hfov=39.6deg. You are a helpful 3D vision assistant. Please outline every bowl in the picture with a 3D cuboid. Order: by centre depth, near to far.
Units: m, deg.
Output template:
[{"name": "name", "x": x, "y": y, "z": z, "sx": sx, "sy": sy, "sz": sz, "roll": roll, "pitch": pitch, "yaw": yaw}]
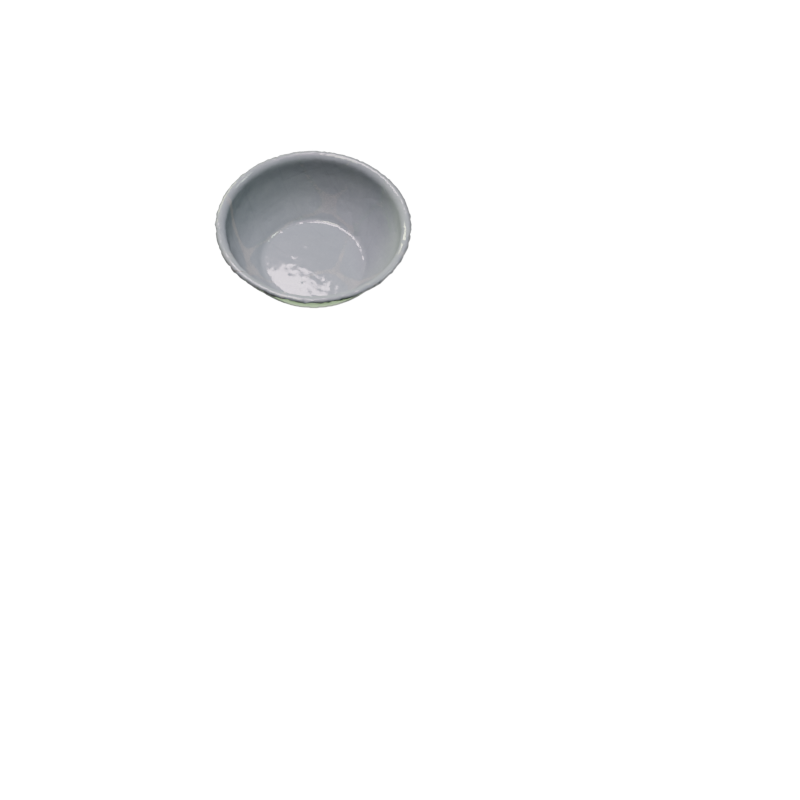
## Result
[{"name": "bowl", "x": -0.073, "y": -0.133, "z": 0.933, "sx": 0.162, "sy": 0.174, "sz": 0.051, "roll": -1, "pitch": -35, "yaw": -1}]
